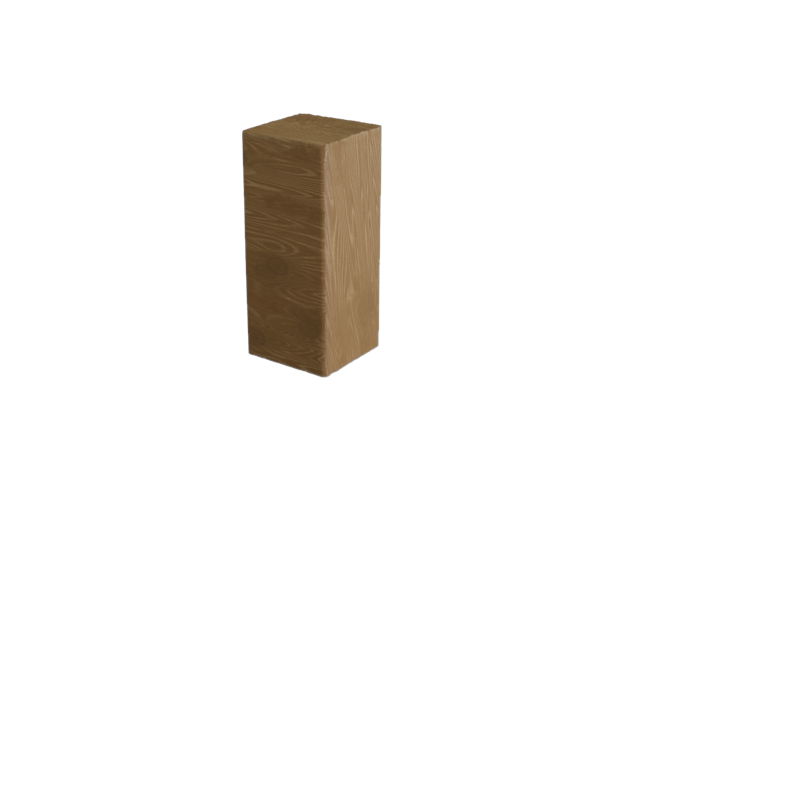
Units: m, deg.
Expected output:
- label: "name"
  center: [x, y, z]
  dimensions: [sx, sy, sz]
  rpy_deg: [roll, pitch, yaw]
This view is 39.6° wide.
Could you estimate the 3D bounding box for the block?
- label: "block"
  center: [-0.077, -0.139, 0.975]
  dimensions: [0.095, 0.197, 0.090]
  rpy_deg: [15, 25, 31]
